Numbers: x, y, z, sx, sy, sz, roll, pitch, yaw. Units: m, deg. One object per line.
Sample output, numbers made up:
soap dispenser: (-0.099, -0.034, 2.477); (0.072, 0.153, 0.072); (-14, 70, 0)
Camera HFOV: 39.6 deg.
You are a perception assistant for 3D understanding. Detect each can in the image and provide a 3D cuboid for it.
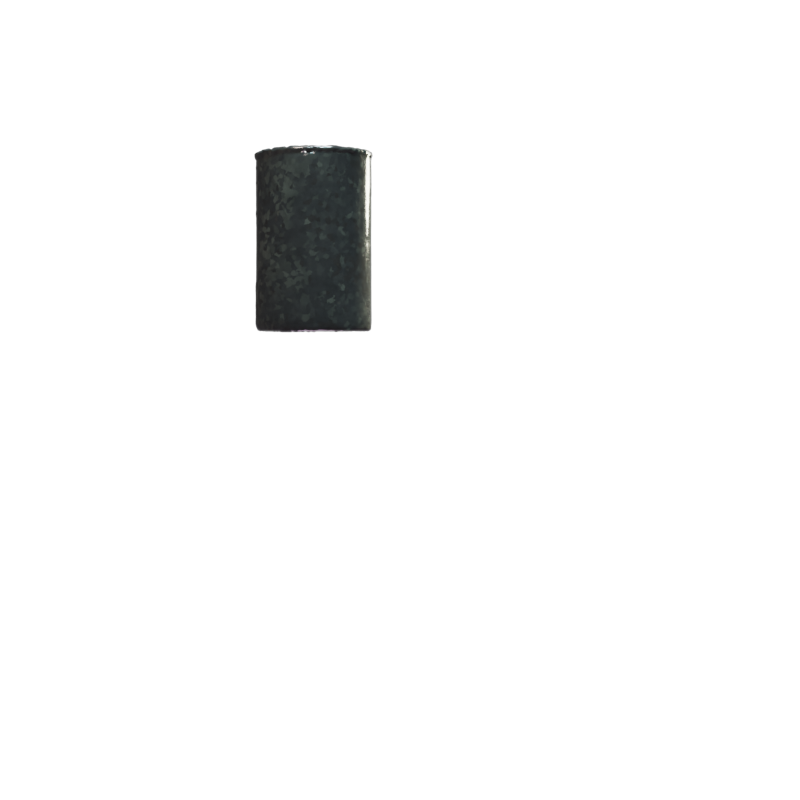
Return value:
can: (-0.050, -0.091, 0.635); (0.068, 0.103, 0.068); (0, -1, -2)
